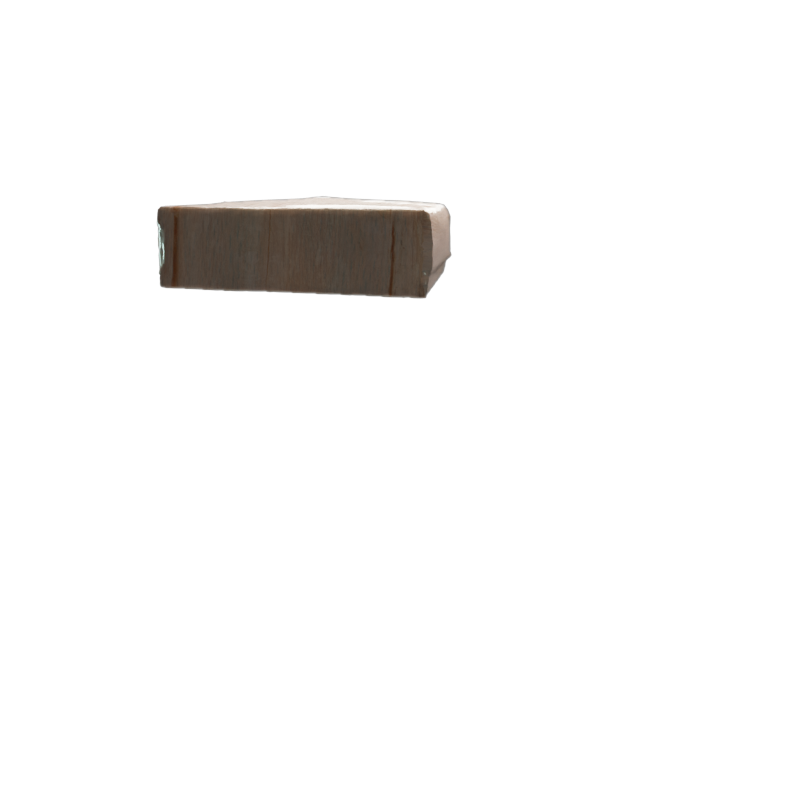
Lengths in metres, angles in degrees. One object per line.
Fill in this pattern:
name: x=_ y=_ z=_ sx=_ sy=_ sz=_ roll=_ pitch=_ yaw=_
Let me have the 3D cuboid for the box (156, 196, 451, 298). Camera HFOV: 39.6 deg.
box: x=-0.030 y=-0.055 z=0.382 sx=0.091 sy=0.030 sz=0.073 roll=2 pitch=11 yaw=10
